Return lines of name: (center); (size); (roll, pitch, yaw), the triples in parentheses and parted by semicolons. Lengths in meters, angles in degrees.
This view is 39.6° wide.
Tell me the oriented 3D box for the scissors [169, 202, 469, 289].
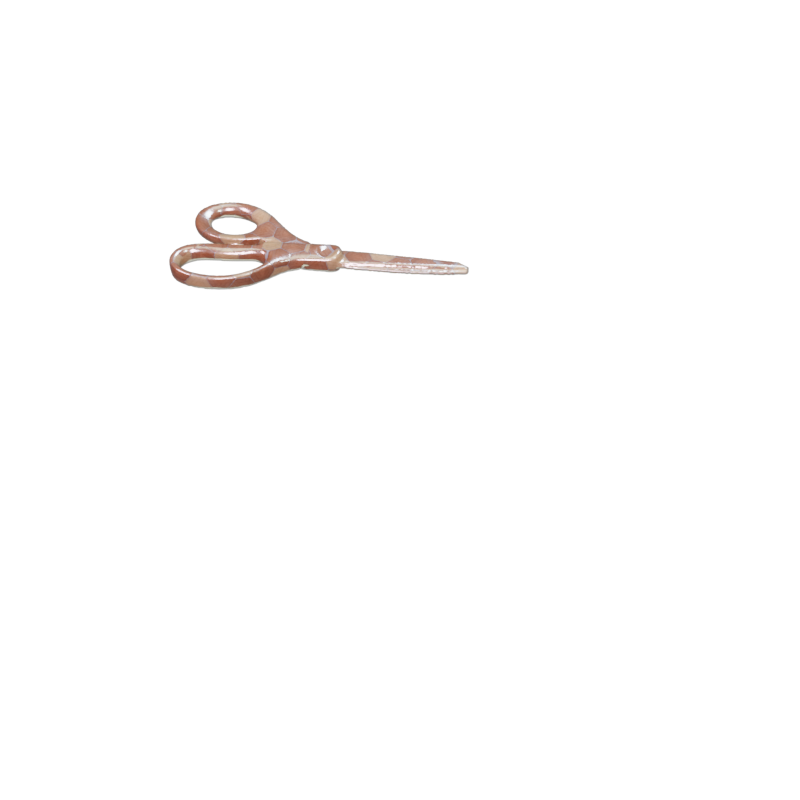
scissors: (-0.061, -0.111, 0.780); (0.200, 0.015, 0.104); (-6, 43, -6)
